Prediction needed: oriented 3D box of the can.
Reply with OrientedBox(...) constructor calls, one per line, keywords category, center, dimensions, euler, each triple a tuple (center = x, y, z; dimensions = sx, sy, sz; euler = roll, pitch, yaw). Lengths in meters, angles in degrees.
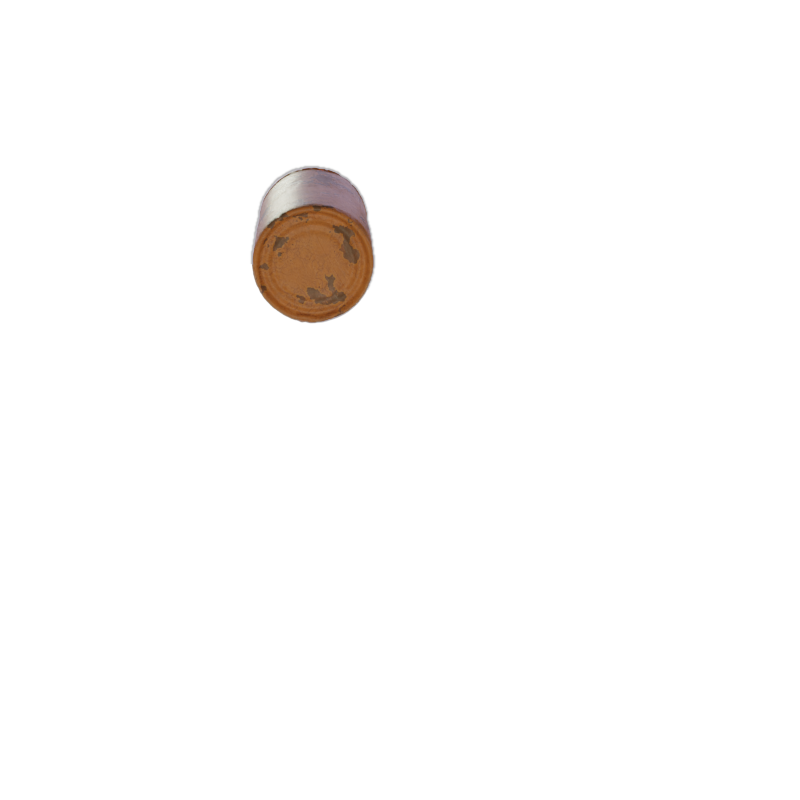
OrientedBox(category="can", center=(-0.050, -0.092, 0.642), dimensions=(0.068, 0.066, 0.107), euler=(0, 21, -3))
